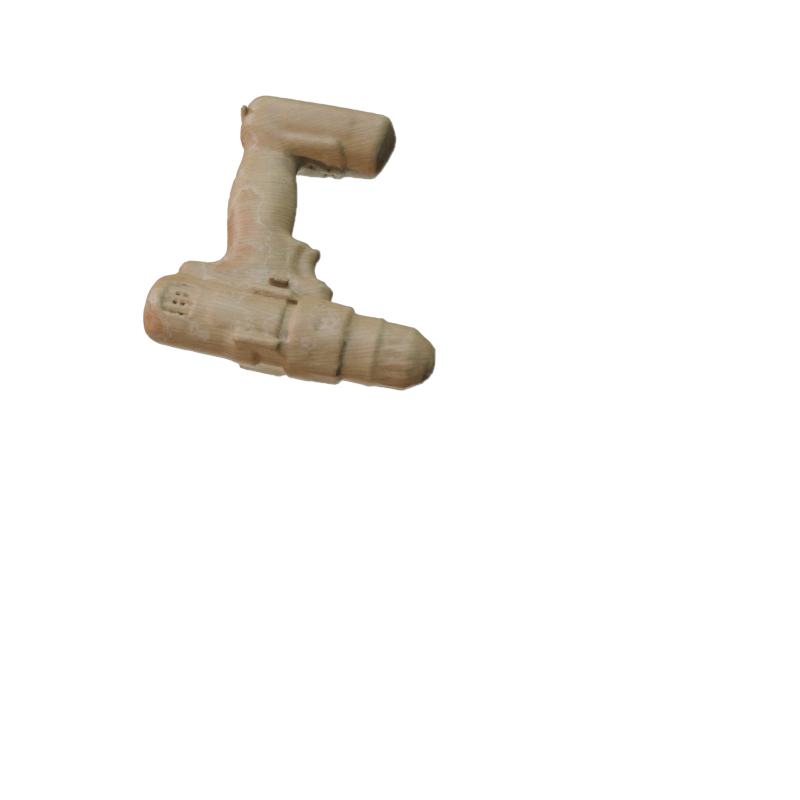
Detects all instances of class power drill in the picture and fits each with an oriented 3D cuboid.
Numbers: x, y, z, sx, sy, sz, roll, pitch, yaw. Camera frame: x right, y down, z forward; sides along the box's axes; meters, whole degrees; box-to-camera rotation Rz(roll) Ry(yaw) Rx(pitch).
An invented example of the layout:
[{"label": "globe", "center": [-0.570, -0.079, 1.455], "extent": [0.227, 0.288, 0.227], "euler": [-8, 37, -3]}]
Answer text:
[{"label": "power drill", "center": [-0.056, -0.103, 0.720], "extent": [0.186, 0.197, 0.054], "euler": [11, -28, 5]}]
